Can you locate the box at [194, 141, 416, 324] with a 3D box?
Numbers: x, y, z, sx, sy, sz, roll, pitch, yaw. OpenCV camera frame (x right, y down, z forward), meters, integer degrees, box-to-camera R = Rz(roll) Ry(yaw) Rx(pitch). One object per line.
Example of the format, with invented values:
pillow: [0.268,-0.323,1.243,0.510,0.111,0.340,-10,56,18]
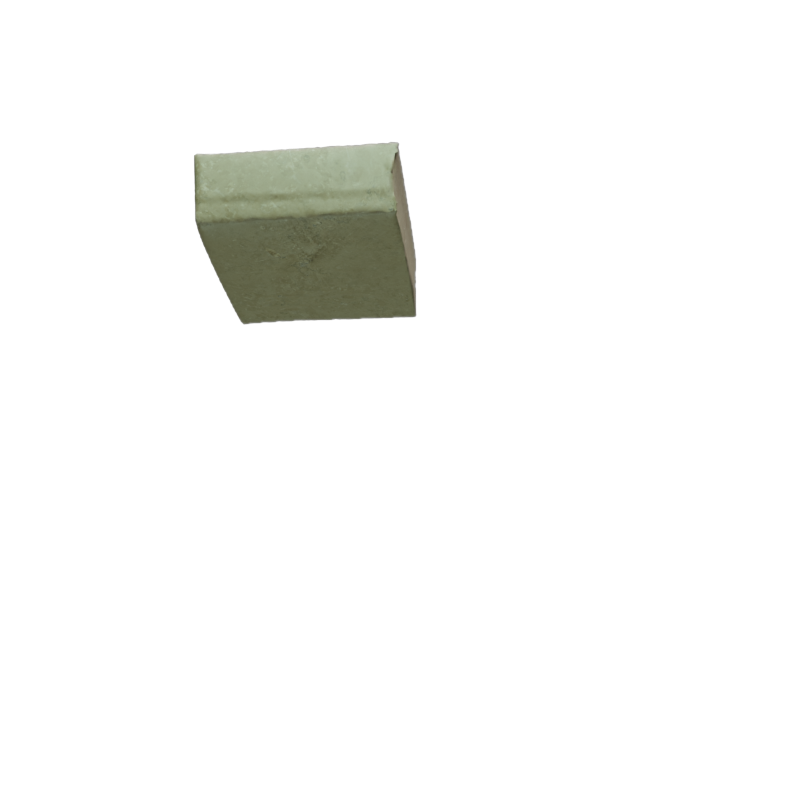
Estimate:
box: [-0.040,-0.073,0.512,0.090,0.041,0.107,-2,-20,5]
